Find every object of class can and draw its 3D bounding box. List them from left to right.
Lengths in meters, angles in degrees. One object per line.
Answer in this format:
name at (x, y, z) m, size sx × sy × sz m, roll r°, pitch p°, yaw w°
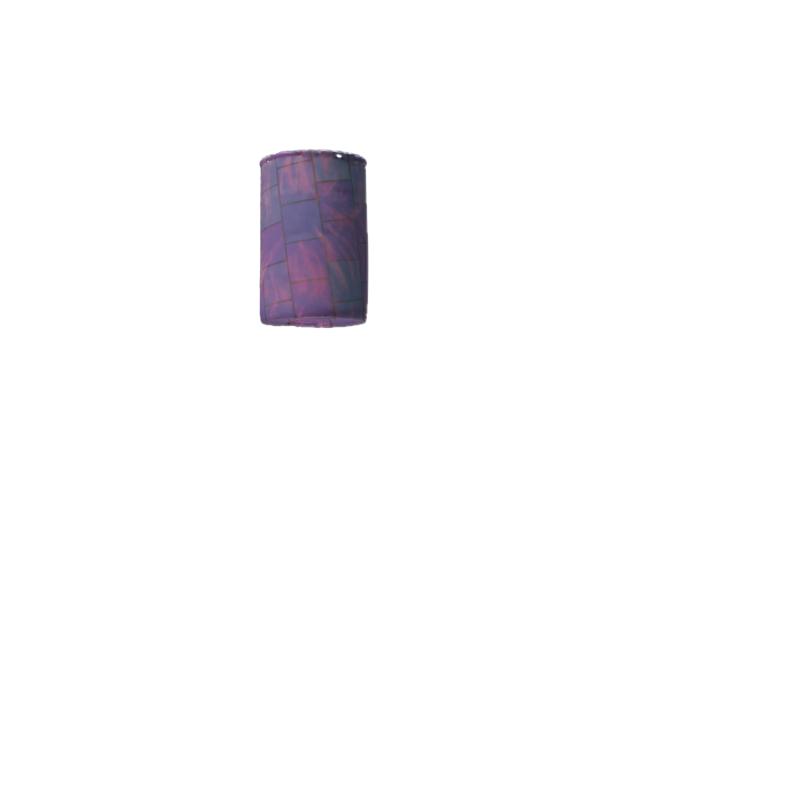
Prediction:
can at (-0.054, -0.098, 0.690) m, size 0.068 × 0.104 × 0.067 m, roll 0°, pitch -7°, yaw -2°
